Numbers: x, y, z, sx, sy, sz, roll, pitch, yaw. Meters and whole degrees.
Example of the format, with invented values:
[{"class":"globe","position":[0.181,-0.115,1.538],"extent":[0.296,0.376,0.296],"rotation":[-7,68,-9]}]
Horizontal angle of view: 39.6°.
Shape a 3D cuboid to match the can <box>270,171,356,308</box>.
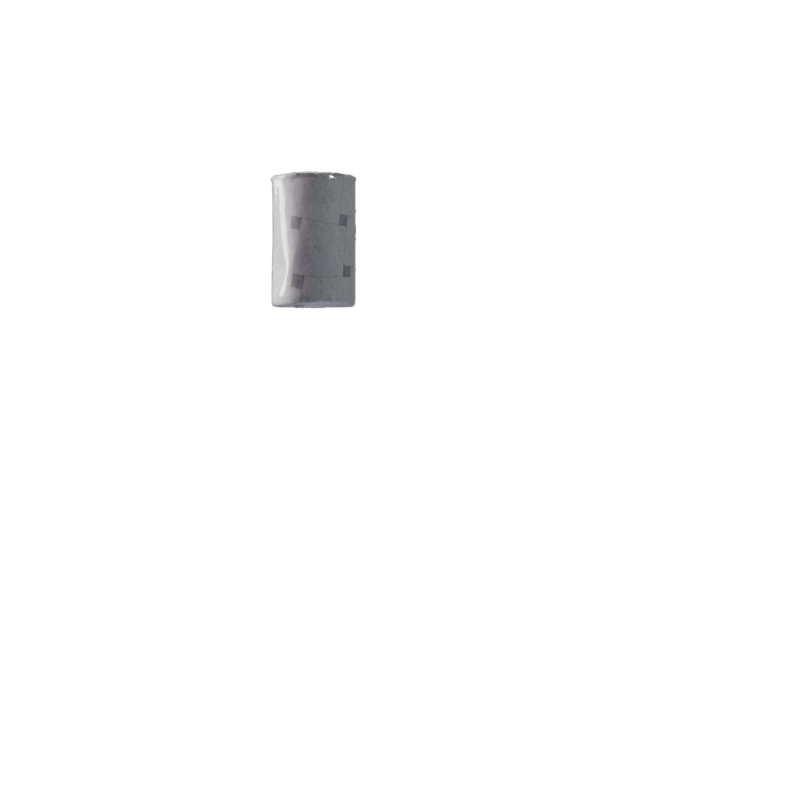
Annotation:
[{"class":"can","position":[-0.068,-0.125,0.873],"extent":[0.068,0.103,0.068],"rotation":[0,-3,-2]}]
